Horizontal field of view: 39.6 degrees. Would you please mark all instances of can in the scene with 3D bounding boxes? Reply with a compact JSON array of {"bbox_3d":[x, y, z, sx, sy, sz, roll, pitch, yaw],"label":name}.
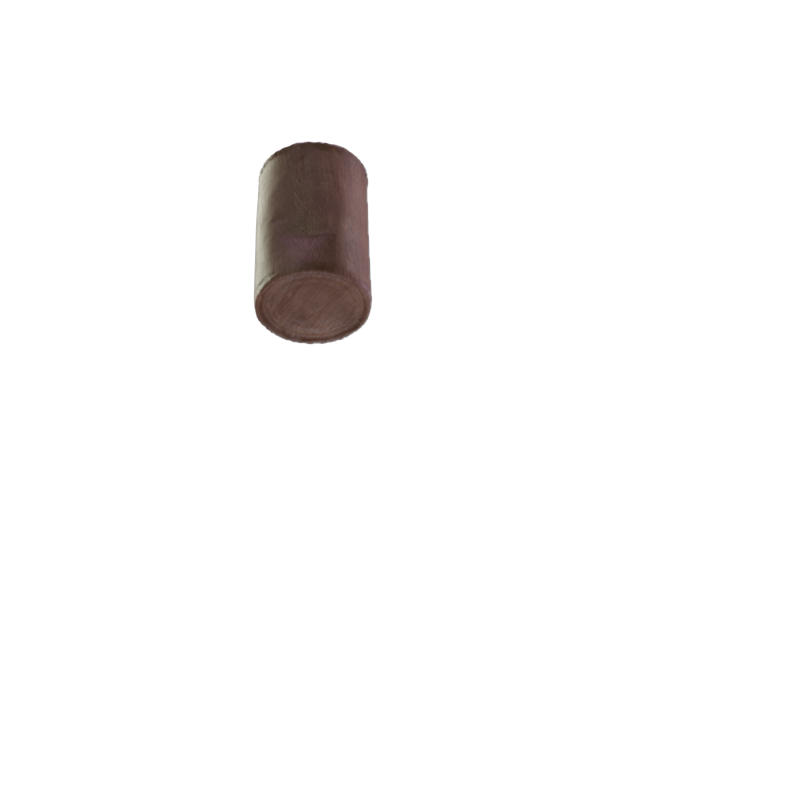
[{"bbox_3d":[-0.051,-0.093,0.650,0.068,0.110,0.064,-1,-39,-3],"label":"can"}]
